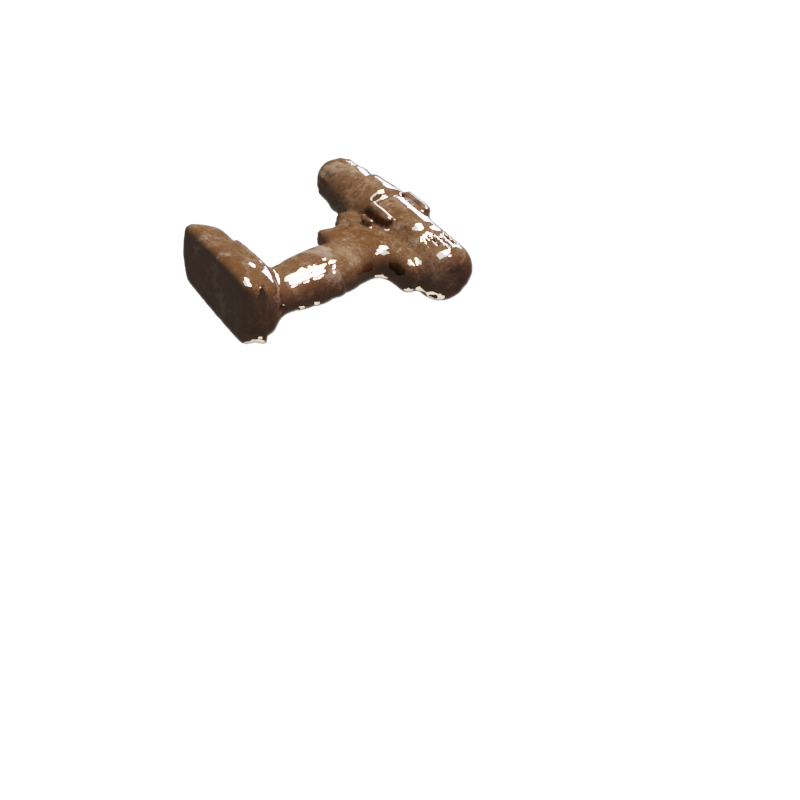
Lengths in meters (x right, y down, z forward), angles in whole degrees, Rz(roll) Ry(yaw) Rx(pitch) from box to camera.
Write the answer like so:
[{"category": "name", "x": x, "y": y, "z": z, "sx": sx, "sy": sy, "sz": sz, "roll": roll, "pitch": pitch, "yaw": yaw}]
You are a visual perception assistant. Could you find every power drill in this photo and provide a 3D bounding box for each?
[{"category": "power drill", "x": -0.066, "y": -0.121, "z": 0.846, "sx": 0.185, "sy": 0.054, "sz": 0.199, "roll": -21, "pitch": 42, "yaw": -25}]
